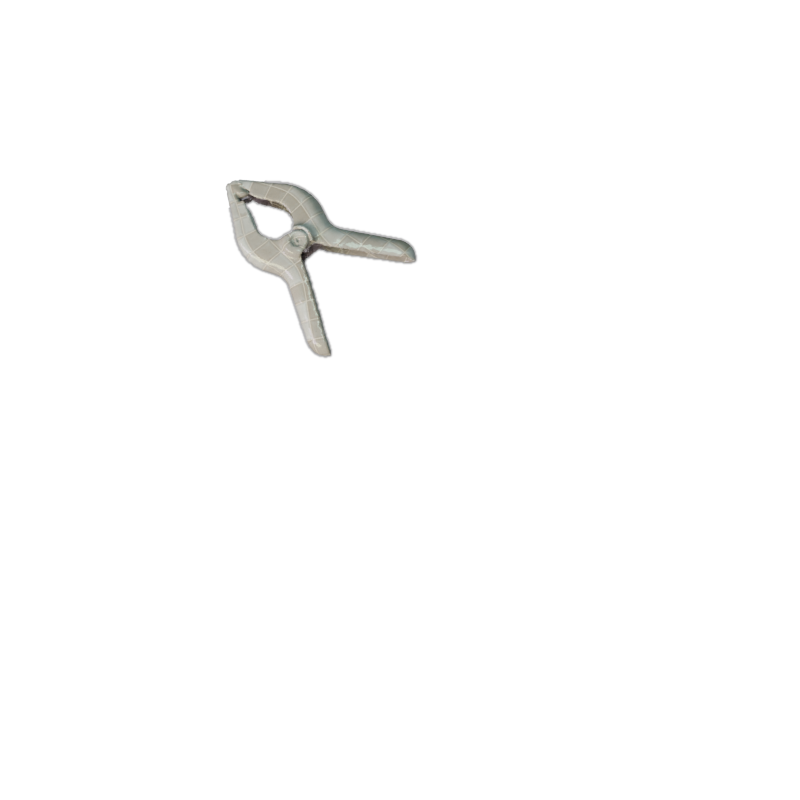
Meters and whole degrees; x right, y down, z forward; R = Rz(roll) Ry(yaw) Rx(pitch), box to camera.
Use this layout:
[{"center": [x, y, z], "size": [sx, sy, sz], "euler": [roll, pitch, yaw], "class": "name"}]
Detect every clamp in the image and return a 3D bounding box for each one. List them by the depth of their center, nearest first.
[{"center": [-0.074, -0.135, 0.945], "size": [0.121, 0.178, 0.038], "euler": [-38, -13, -11], "class": "clamp"}]
